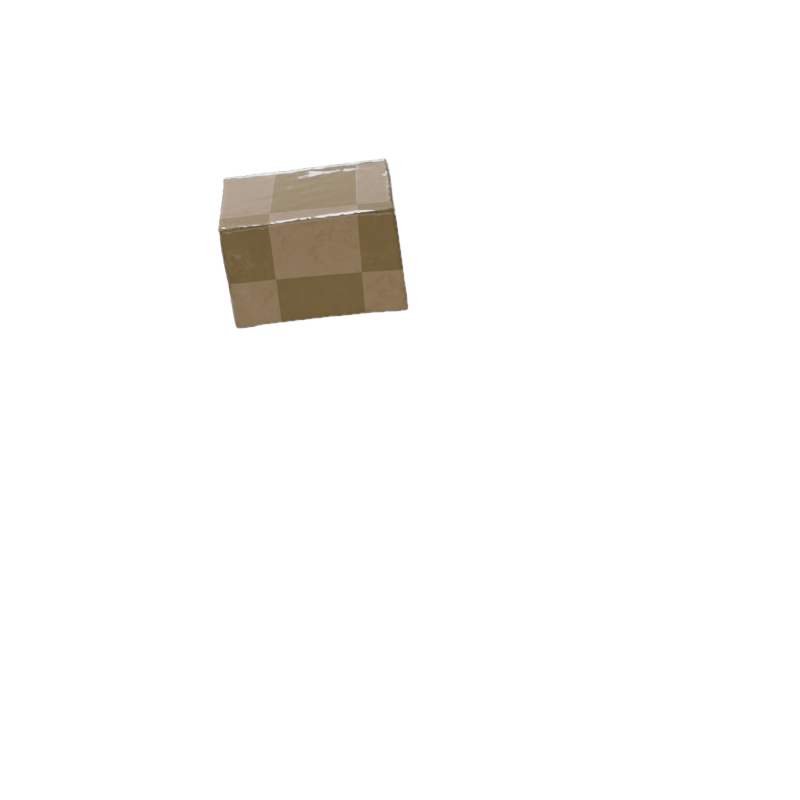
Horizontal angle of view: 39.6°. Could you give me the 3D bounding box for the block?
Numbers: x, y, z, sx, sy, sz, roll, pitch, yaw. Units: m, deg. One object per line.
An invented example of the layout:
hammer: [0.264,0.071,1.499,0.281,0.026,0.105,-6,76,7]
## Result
block: [-0.039,-0.071,0.496,0.078,0.049,0.055,-6,34,2]
